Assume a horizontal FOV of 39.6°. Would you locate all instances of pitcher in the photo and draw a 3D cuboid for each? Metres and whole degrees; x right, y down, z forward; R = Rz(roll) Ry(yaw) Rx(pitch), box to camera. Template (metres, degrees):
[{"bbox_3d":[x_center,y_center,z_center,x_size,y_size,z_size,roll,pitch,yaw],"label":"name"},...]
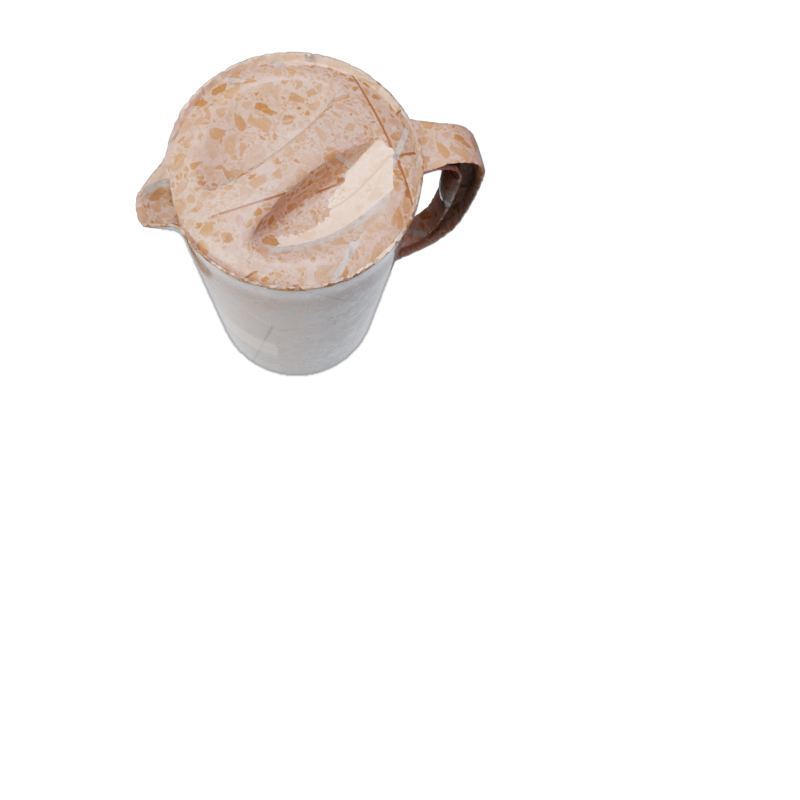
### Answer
[{"bbox_3d":[-0.053,-0.096,0.671,0.152,0.148,0.234,30,-14,5],"label":"pitcher"}]
